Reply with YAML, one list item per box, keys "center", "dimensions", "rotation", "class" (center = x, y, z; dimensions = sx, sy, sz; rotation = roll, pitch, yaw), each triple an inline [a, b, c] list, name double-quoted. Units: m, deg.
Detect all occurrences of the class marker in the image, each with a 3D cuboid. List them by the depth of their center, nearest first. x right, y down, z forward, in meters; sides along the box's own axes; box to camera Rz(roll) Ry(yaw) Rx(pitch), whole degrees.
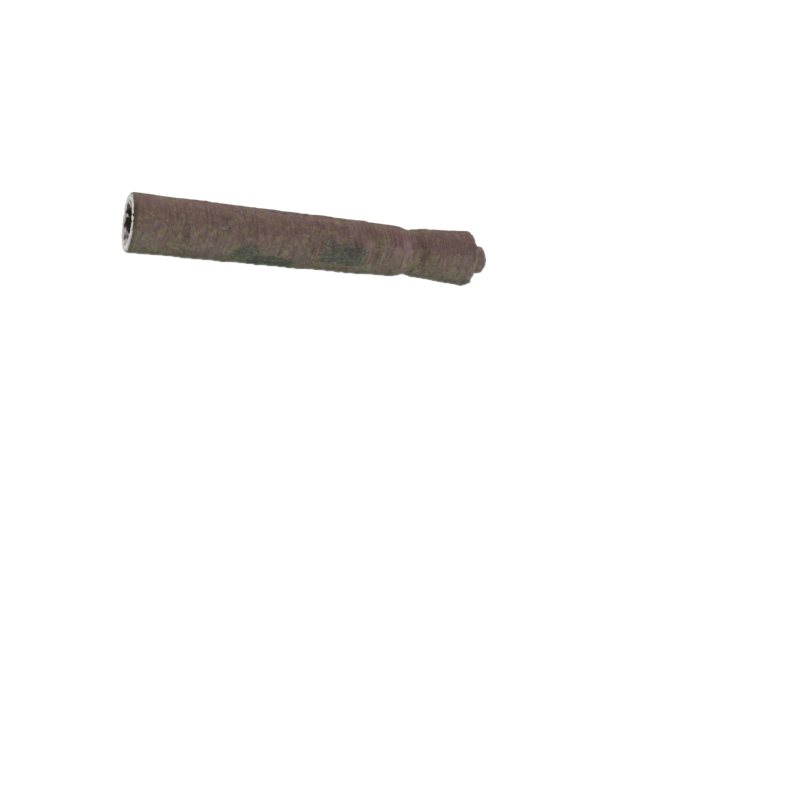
- center: [-0.028, -0.051, 0.357]
  dimensions: [0.117, 0.020, 0.020]
  rotation: [4, 3, -19]
  class: "marker"
